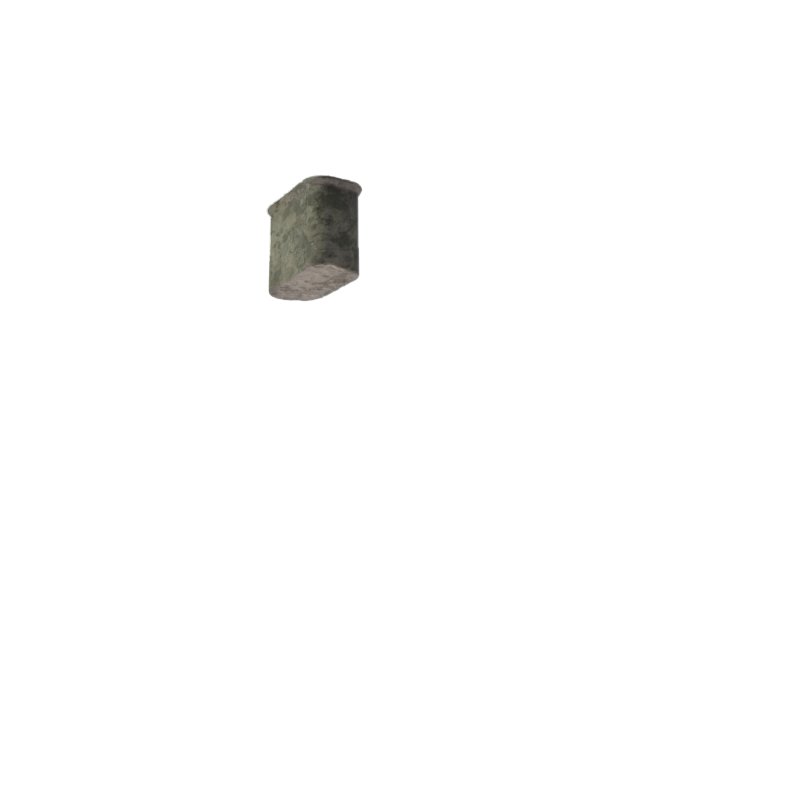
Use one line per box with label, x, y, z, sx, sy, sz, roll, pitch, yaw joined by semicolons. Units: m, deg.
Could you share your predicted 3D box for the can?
can;-0.077;-0.141;0.987;0.055;0.088;0.102;11;-20;-31
